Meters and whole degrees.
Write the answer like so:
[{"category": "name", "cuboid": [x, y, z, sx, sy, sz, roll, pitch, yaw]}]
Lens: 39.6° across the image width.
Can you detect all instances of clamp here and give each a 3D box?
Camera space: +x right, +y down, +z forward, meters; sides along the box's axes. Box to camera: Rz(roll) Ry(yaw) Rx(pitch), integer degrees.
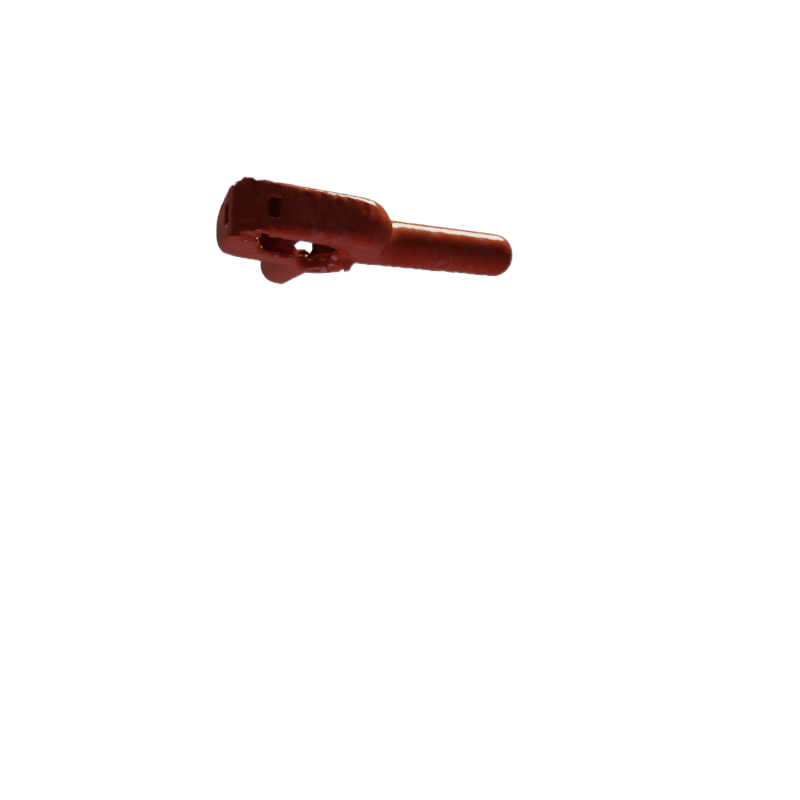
[{"category": "clamp", "cuboid": [-0.049, -0.089, 0.625, 0.169, 0.037, 0.201, -1, -2, 29]}]
